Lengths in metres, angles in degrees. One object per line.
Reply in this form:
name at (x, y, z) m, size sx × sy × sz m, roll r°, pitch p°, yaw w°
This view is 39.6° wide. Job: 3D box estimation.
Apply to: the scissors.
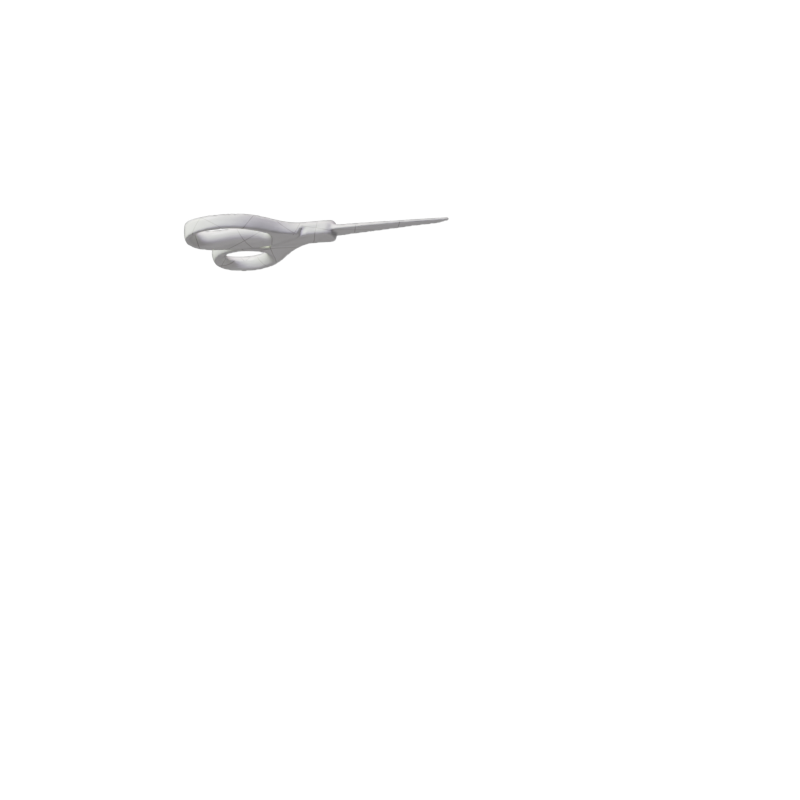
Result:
scissors at (-0.069, -0.125, 0.875) m, size 0.201 × 0.016 × 0.092 m, roll 1°, pitch -17°, yaw -3°
